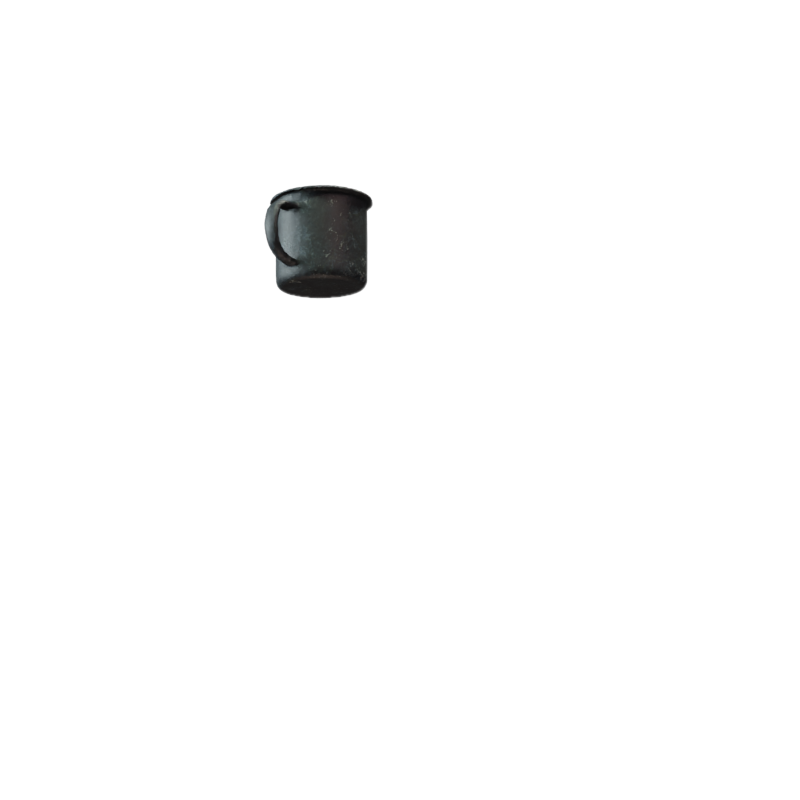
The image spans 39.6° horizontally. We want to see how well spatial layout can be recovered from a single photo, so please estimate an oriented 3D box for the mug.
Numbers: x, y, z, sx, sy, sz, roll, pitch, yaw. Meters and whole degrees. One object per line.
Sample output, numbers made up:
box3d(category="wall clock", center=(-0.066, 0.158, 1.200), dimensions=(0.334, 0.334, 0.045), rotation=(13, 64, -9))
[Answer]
box3d(category="mug", center=(-0.077, -0.141, 0.985), dimensions=(0.095, 0.084, 0.110), rotation=(-9, -15, 34))
